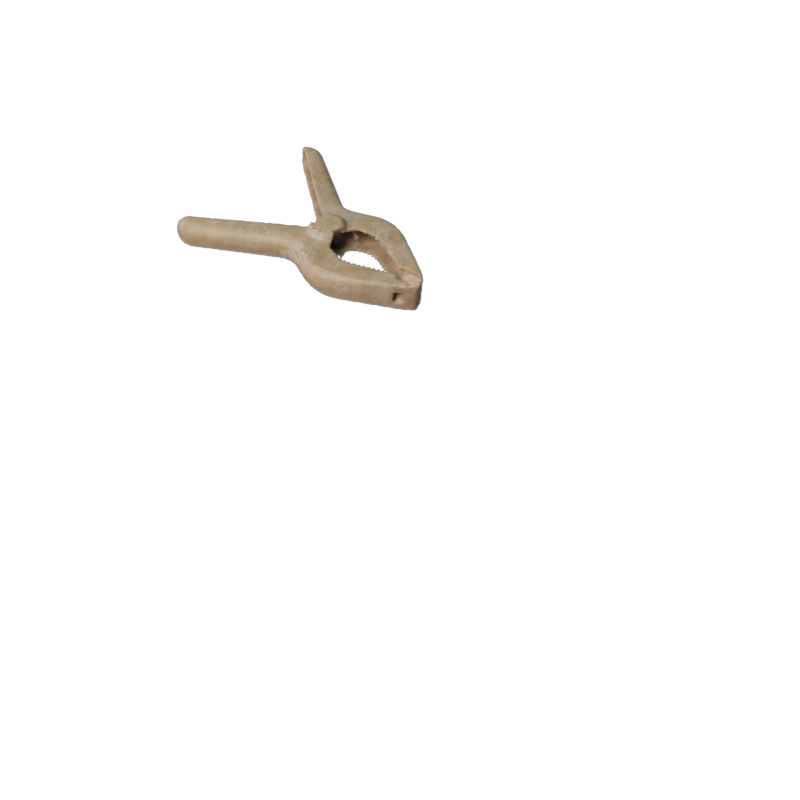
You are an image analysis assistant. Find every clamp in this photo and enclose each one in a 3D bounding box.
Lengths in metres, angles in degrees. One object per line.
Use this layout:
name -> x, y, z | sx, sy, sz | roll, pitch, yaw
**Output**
clamp -> -0.073, -0.132, 0.926 | 0.165, 0.034, 0.225 | -31, 52, -28
